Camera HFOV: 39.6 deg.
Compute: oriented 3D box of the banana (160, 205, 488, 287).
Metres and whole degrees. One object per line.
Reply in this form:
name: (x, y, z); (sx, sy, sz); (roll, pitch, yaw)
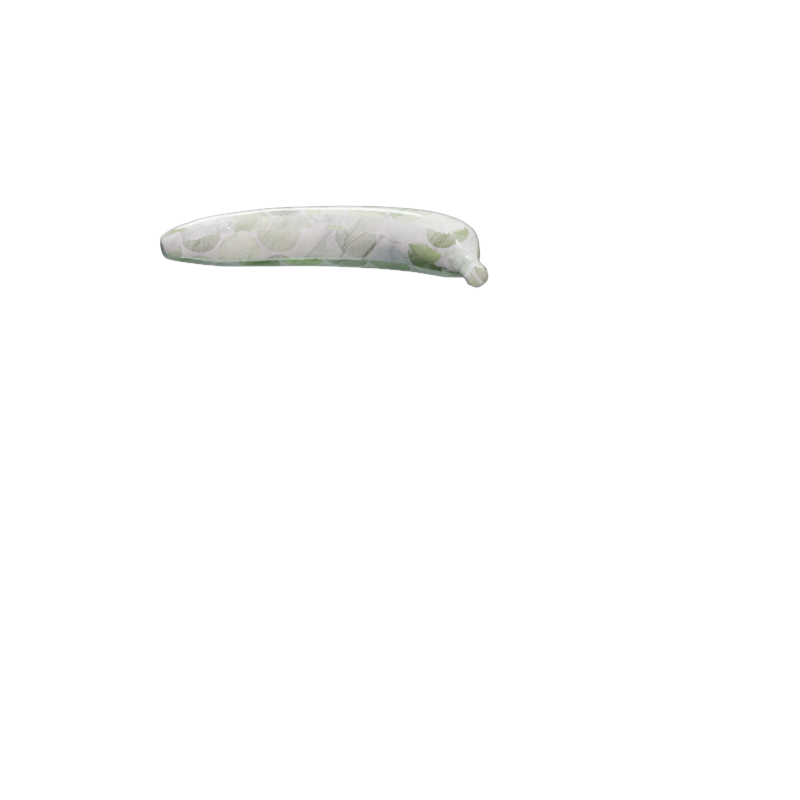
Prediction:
banana: (-0.037, -0.091, 0.626); (0.204, 0.036, 0.069); (6, 13, 24)
